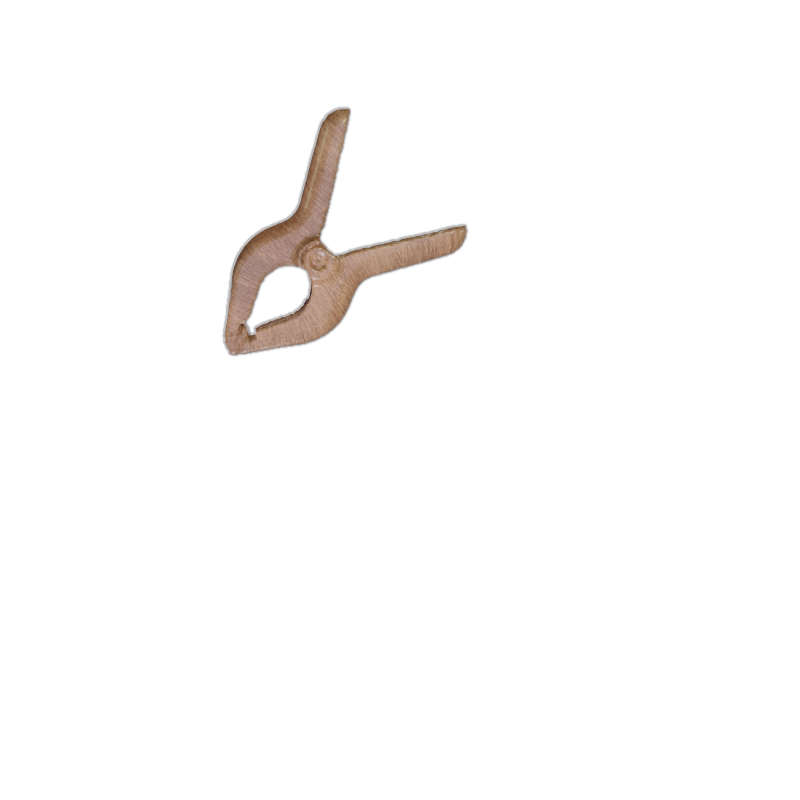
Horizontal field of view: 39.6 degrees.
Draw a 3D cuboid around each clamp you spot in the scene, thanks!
[{"bbox_3d":[-0.056,-0.102,0.717,0.171,0.121,0.039,-37,-3,-3],"label":"clamp"}]
